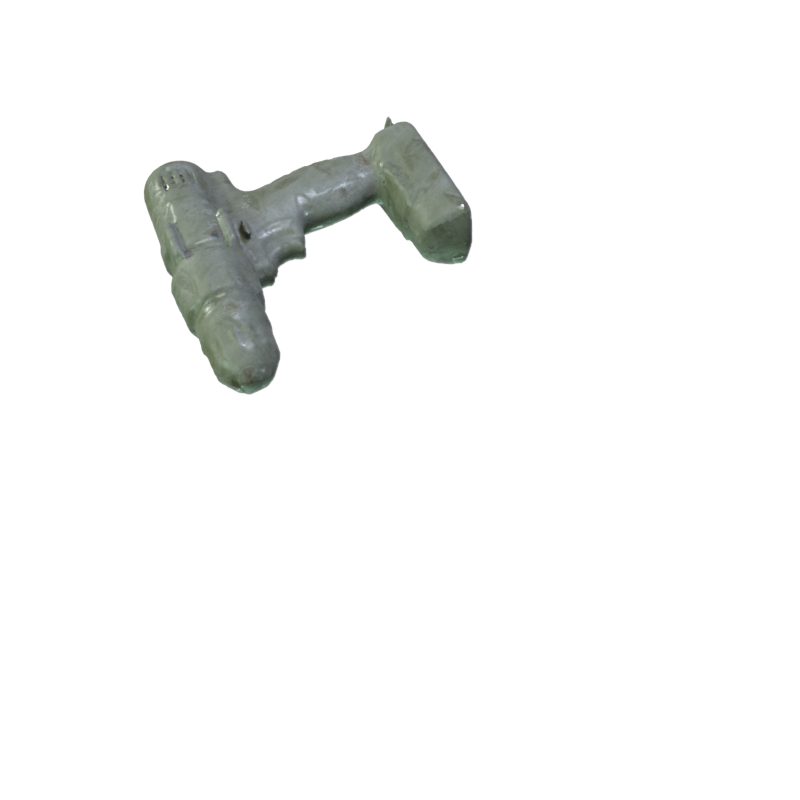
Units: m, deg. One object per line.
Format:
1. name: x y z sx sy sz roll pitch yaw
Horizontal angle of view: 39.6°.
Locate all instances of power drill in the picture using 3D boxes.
1. power drill: -0.054 -0.099 0.693 0.186 0.199 0.053 -17 -38 -14
